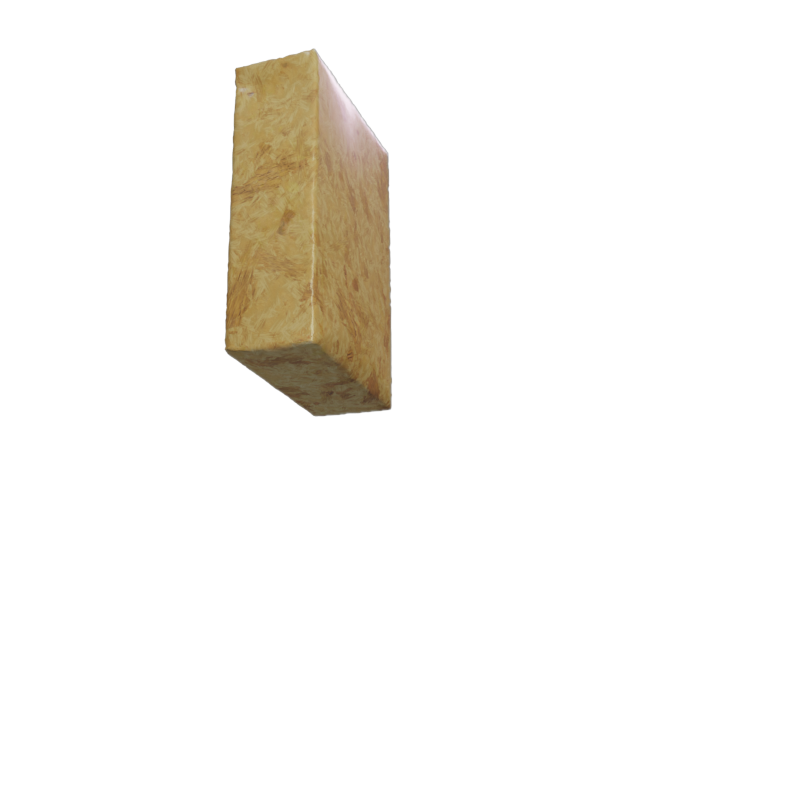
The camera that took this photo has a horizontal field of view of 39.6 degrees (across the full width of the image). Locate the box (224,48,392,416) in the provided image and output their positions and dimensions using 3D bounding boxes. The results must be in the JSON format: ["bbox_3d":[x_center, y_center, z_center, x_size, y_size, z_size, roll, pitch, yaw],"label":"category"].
[{"bbox_3d":[-0.062,-0.113,0.789,0.073,0.225,0.153,-9,-22,17],"label":"box"}]
